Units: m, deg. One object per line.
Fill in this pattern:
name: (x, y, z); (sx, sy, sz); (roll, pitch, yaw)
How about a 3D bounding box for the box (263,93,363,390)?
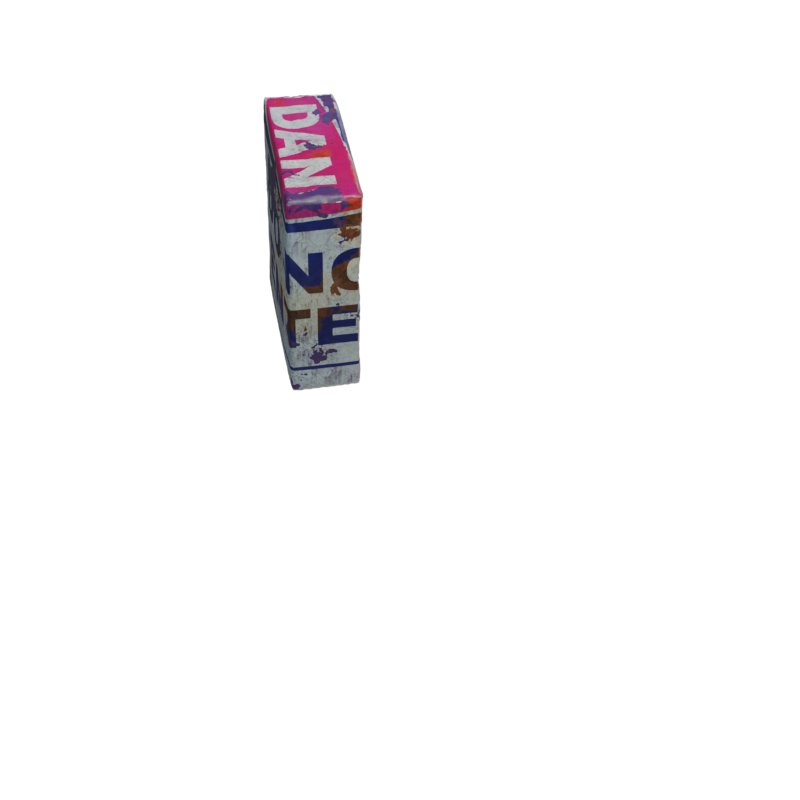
box: (-0.078, -0.142, 0.995); (0.071, 0.199, 0.177); (-5, 43, -10)
